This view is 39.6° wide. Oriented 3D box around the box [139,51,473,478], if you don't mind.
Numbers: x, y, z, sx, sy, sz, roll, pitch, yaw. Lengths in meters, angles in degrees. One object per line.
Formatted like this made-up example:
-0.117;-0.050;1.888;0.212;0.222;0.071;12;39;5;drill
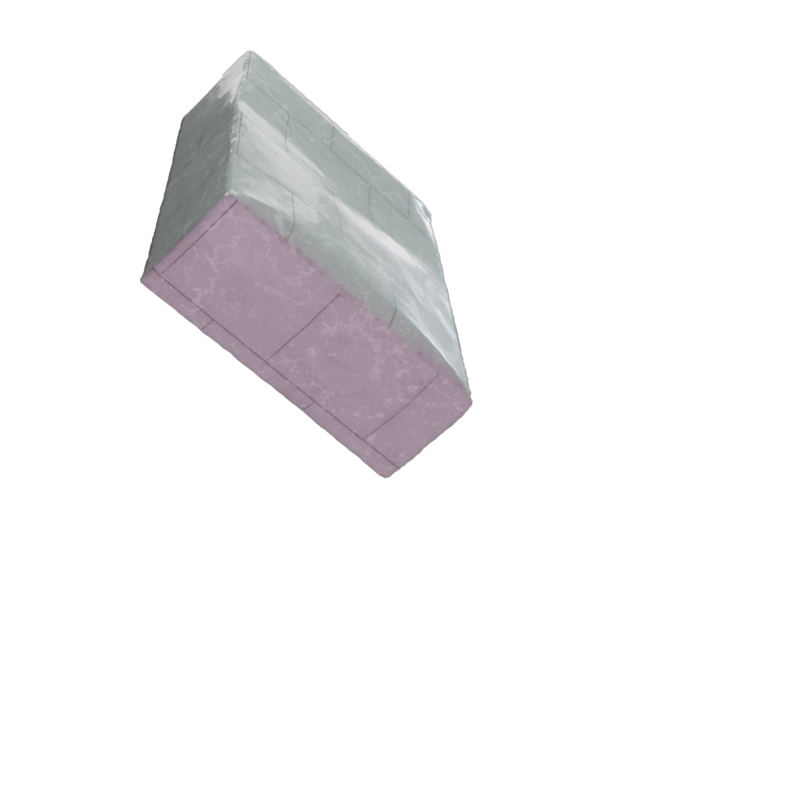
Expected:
-0.047;-0.086;0.605;0.156;0.071;0.228;39;23;-23;box
